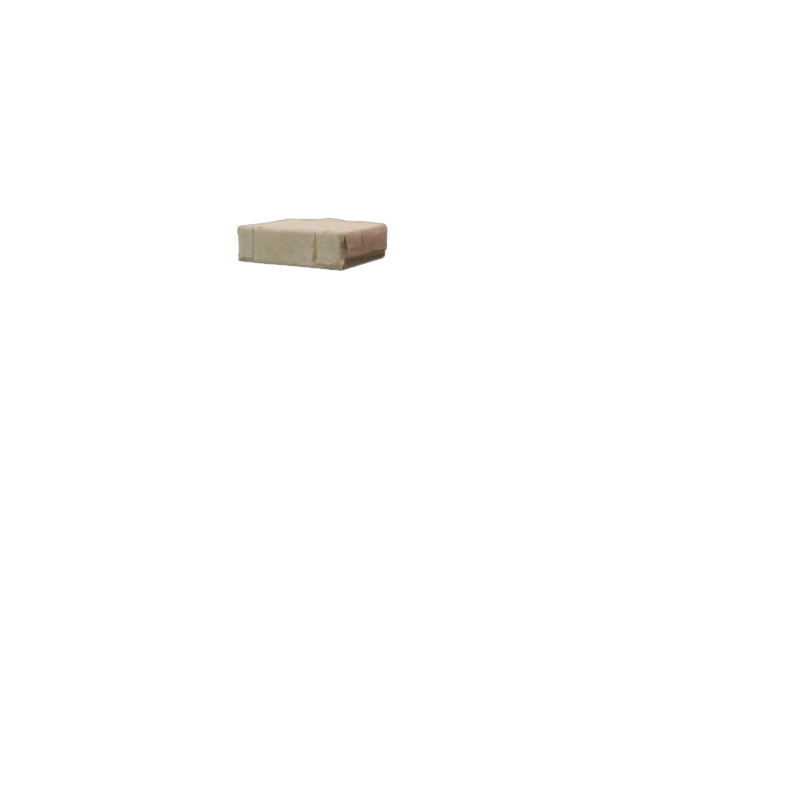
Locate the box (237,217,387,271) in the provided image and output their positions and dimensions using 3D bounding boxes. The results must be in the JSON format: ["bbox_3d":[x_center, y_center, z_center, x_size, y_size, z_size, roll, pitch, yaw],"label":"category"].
[{"bbox_3d":[-0.064,-0.117,0.819,0.093,0.029,0.072,7,15,26],"label":"box"}]
